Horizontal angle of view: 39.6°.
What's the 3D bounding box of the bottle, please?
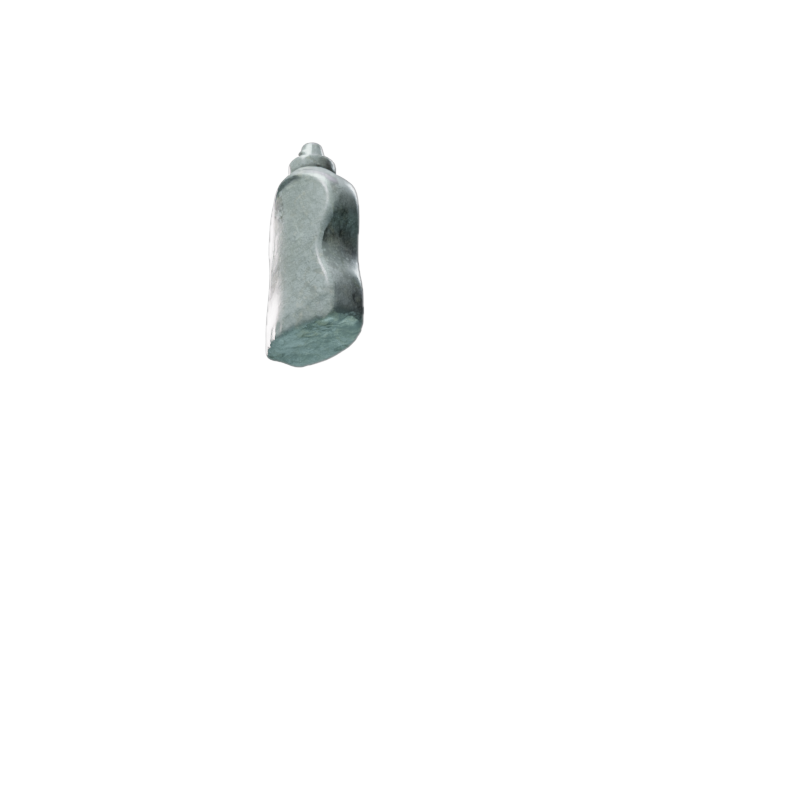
[{"bbox_3d":[-0.072,-0.131,0.913,0.055,0.204,0.095,18,-35,-32],"label":"bottle"}]
